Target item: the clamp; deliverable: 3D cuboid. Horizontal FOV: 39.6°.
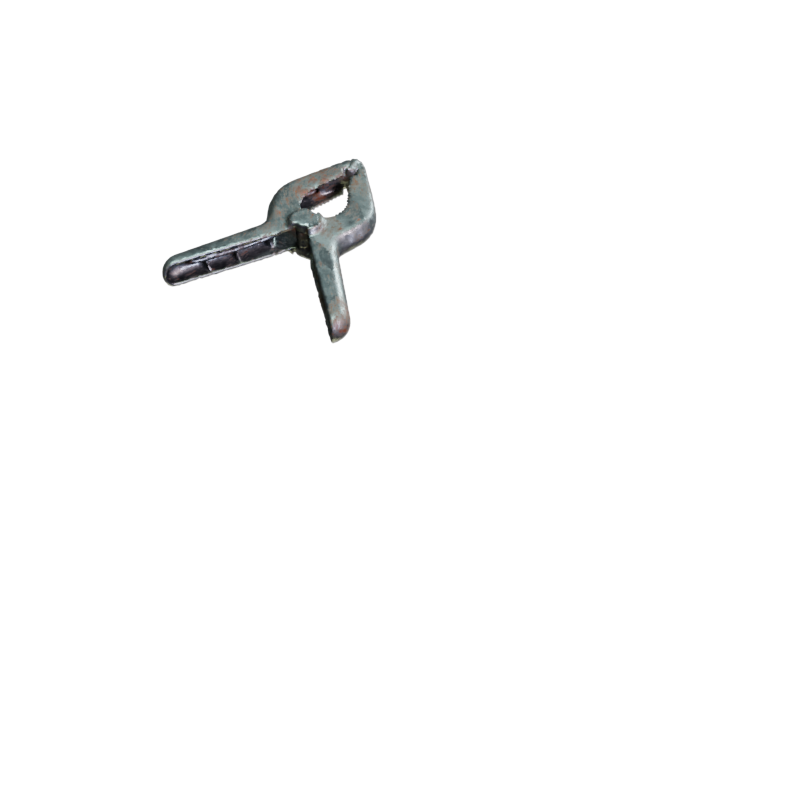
[{"bbox_3d":[-0.073,-0.132,0.927,0.173,0.034,0.215,24,49,23],"label":"clamp"}]
